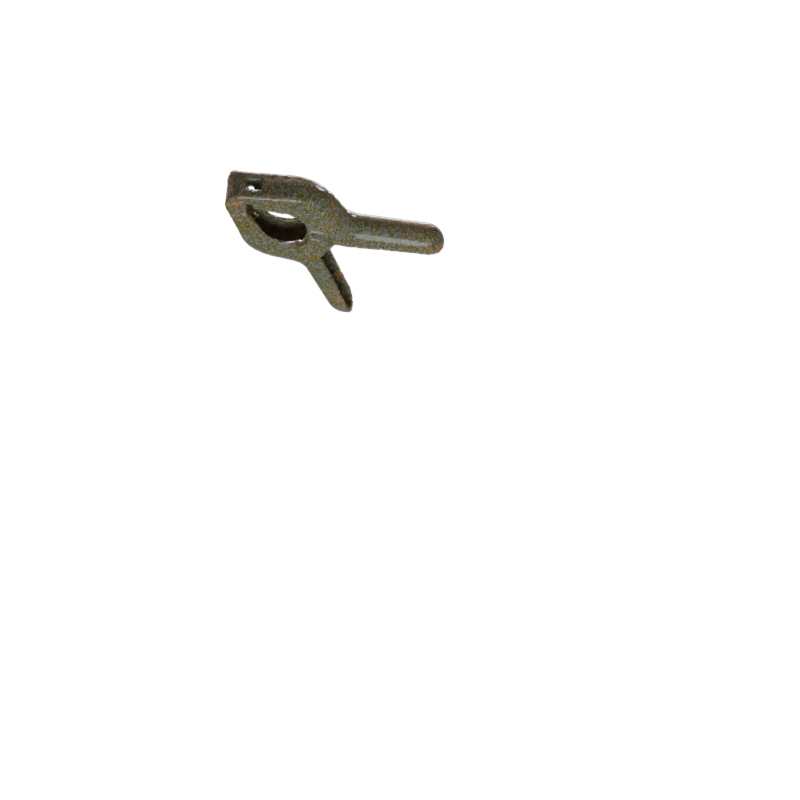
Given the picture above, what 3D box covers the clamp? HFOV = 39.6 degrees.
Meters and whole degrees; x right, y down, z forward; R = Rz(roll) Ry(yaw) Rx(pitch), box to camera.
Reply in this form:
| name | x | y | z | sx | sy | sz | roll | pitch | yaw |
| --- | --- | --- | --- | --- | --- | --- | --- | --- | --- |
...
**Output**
| name | x | y | z | sx | sy | sz | roll | pitch | yaw |
| --- | --- | --- | --- | --- | --- | --- | --- | --- | --- |
| clamp | -0.067 | -0.121 | 0.850 | 0.164 | 0.042 | 0.117 | 22 | -45 | -23 |
